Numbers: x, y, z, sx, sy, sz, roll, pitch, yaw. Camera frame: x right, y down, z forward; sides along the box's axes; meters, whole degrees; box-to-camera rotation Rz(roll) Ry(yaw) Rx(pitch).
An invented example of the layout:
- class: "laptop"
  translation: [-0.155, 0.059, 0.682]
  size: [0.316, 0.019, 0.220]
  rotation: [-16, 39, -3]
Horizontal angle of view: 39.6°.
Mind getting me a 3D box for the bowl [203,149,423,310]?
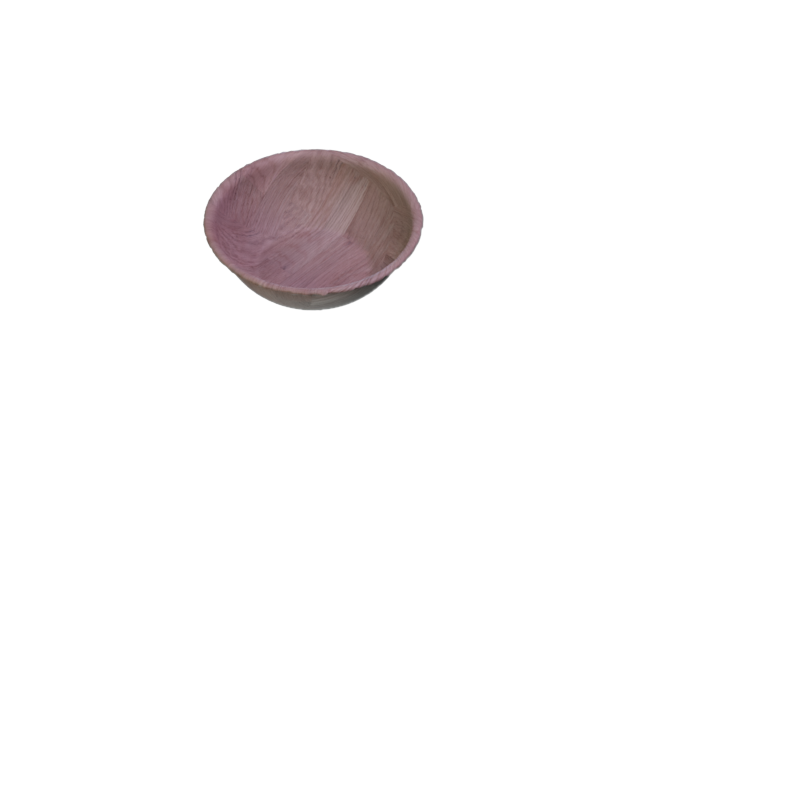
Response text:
- class: "bowl"
  translation: [-0.065, -0.119, 0.831]
  size: [0.162, 0.174, 0.051]
  rotation: [-1, -43, -1]
